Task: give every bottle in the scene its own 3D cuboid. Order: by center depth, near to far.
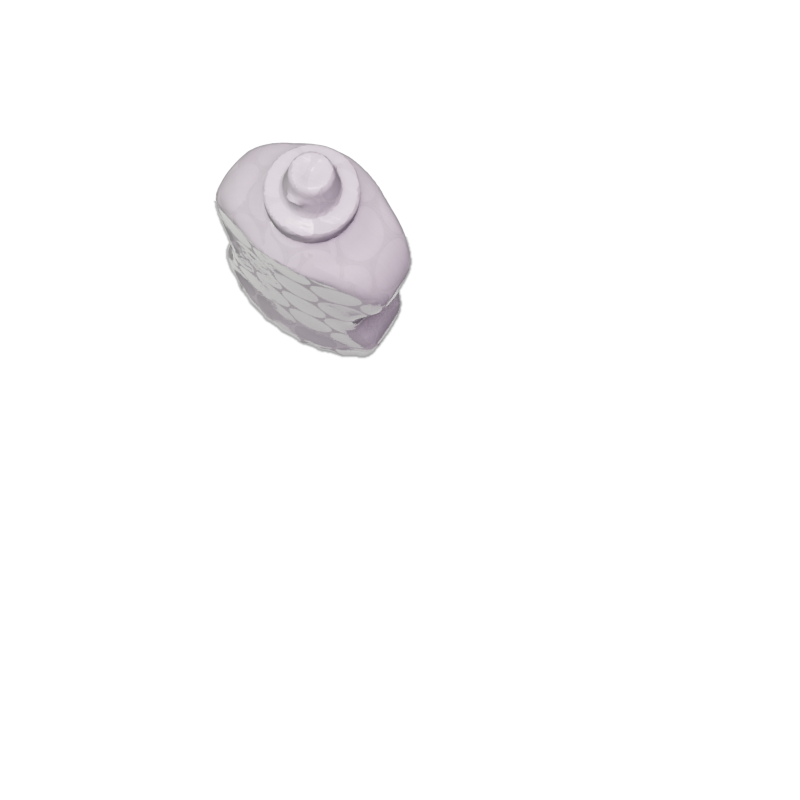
[{"bbox_3d":[-0.042,-0.075,0.529,0.098,0.059,0.186,36,-11,4],"label":"bottle"}]
